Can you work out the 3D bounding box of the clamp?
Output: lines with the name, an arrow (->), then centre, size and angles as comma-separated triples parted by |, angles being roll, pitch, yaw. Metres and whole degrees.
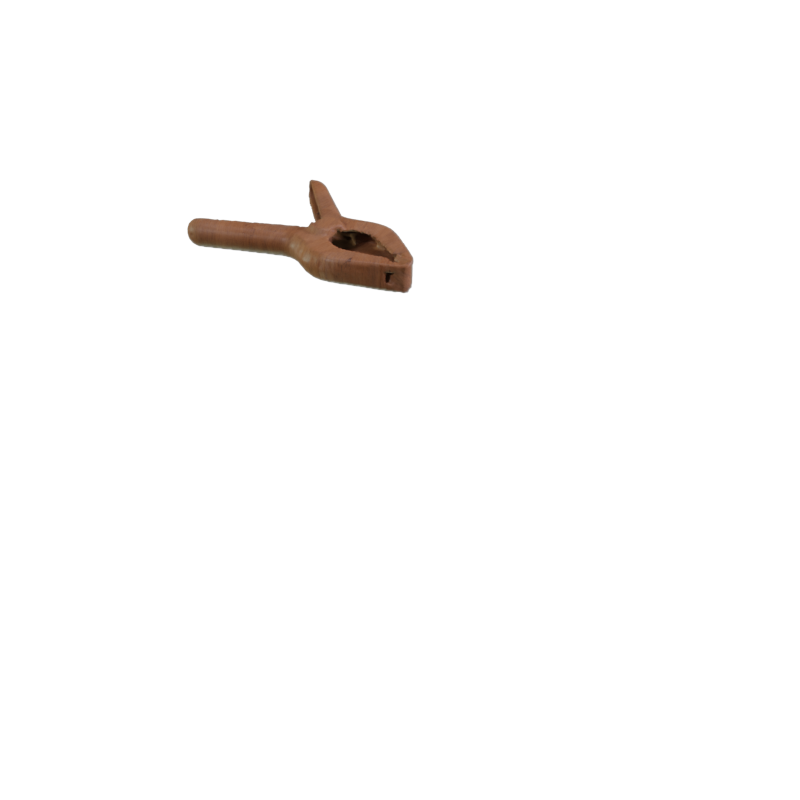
clamp -> -0.077, -0.141, 0.989 | 0.163, 0.034, 0.225 | -22, 38, -32
